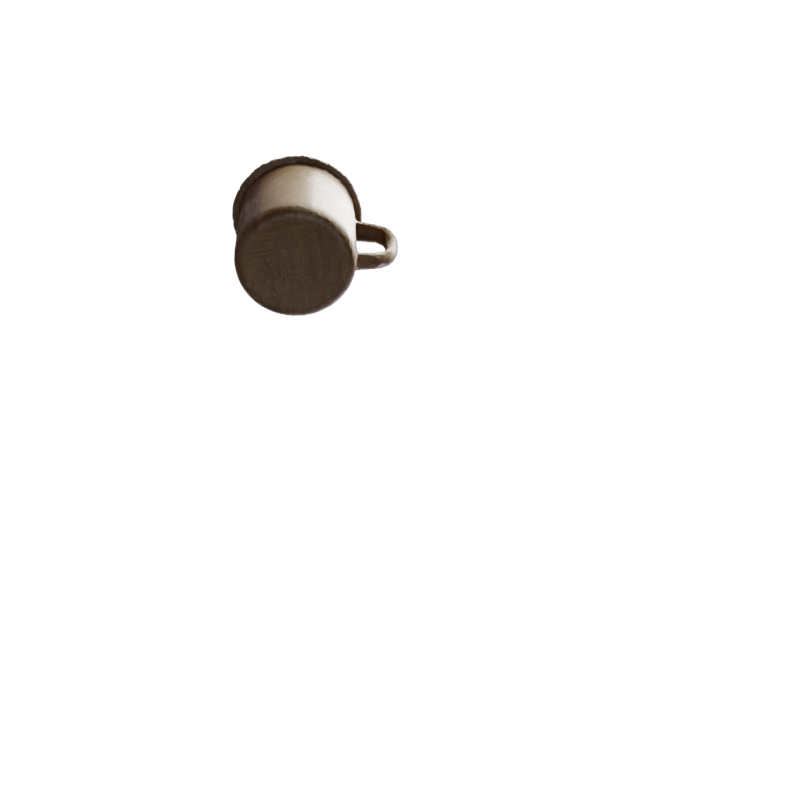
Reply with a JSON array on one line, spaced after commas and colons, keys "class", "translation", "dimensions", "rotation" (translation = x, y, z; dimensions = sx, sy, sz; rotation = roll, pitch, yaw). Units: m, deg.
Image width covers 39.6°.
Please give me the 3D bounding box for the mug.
[{"class": "mug", "translation": [-0.060, -0.109, 0.763], "dimensions": [0.116, 0.089, 0.086], "rotation": [8, 28, -6]}]
